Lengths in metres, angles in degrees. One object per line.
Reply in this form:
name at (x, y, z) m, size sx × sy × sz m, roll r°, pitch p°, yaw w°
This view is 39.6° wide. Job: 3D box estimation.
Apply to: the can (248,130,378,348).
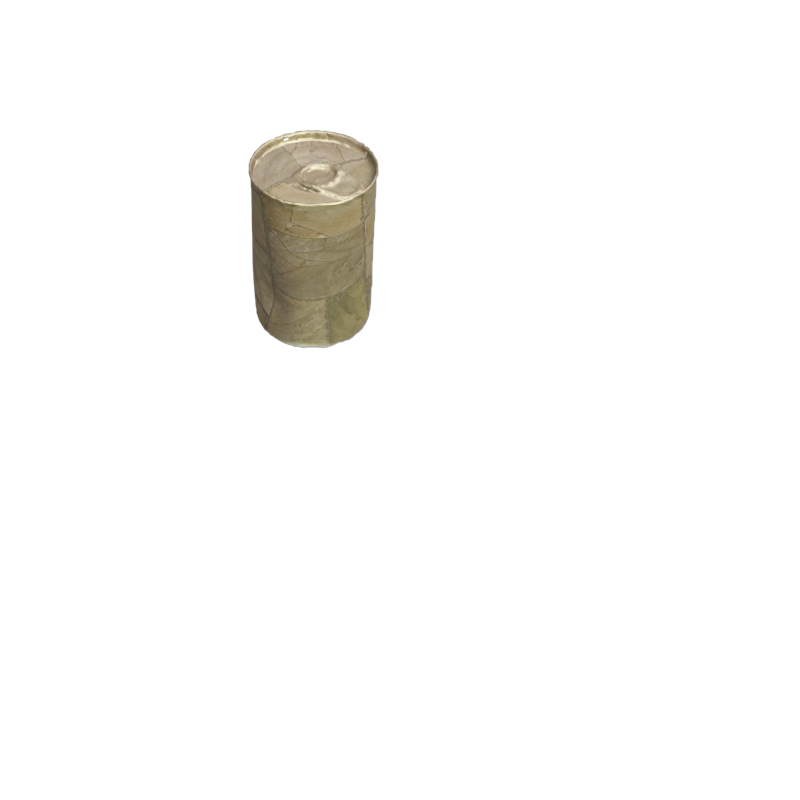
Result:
can at (-0.048, -0.087, 0.607) m, size 0.068 × 0.095 × 0.073 m, roll 0°, pitch 42°, yaw -3°
